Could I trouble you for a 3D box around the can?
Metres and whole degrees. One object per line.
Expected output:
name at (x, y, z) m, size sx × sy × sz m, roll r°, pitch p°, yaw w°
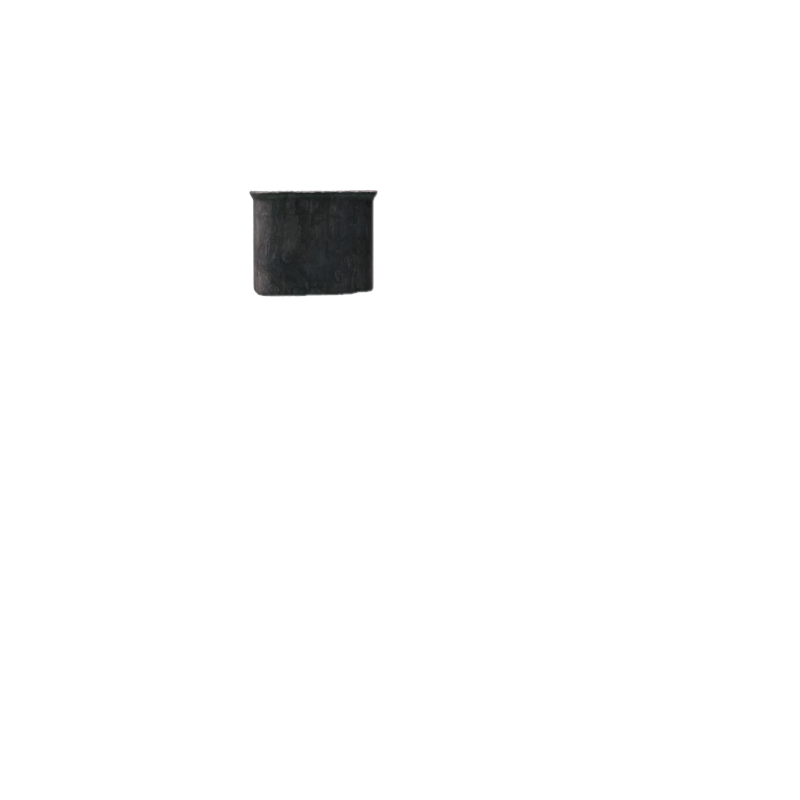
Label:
can at (-0.071, -0.129, 0.902) m, size 0.100 × 0.083 × 0.059 m, roll -2°, pitch 6°, yaw -13°
